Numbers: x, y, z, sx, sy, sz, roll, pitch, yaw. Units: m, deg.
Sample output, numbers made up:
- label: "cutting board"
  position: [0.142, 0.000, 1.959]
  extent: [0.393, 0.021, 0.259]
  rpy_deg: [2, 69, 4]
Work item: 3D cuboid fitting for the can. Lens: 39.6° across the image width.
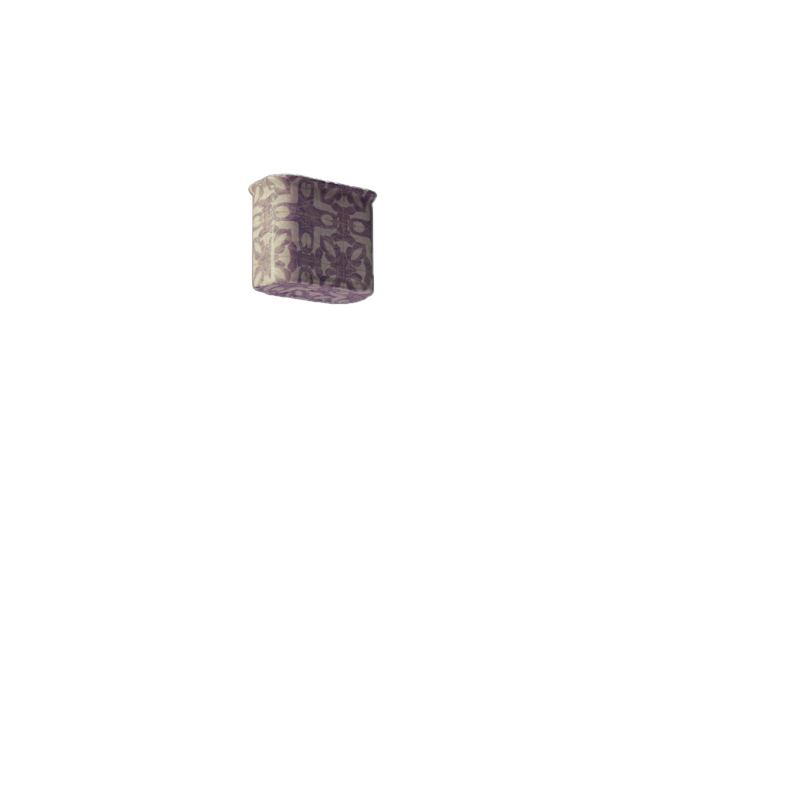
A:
- label: "can"
  position: [-0.068, -0.123, 0.865]
  extent: [0.097, 0.087, 0.058]
  rpy_deg: [7, -14, -35]
